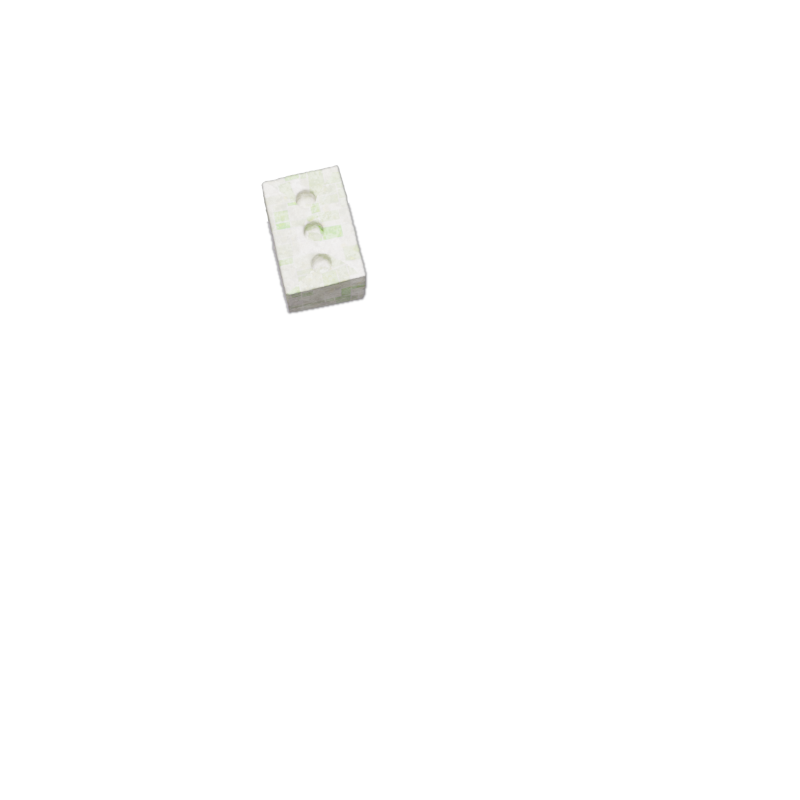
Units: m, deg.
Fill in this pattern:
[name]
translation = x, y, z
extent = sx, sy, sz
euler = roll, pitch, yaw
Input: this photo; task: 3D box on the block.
[block]
translation = -0.056, -0.103, 0.719
extent = 0.052, 0.081, 0.049
euler = -13, -14, -5
